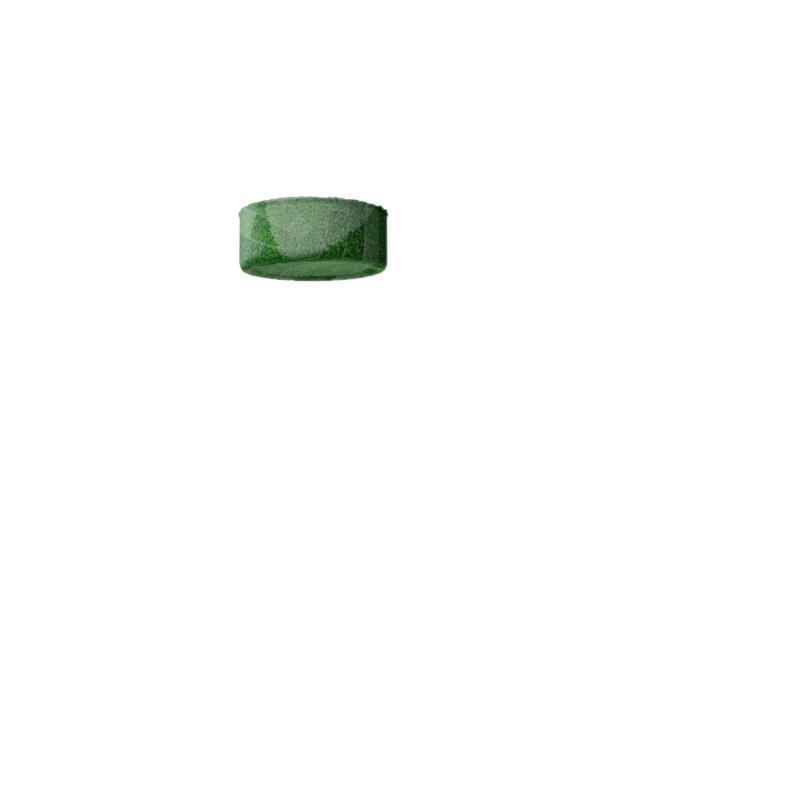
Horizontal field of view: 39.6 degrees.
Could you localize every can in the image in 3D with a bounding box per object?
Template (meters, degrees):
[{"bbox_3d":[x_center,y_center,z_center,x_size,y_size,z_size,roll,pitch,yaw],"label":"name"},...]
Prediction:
[{"bbox_3d":[-0.049,-0.090,0.632,0.086,0.034,0.084,0,-4,-2],"label":"can"}]
